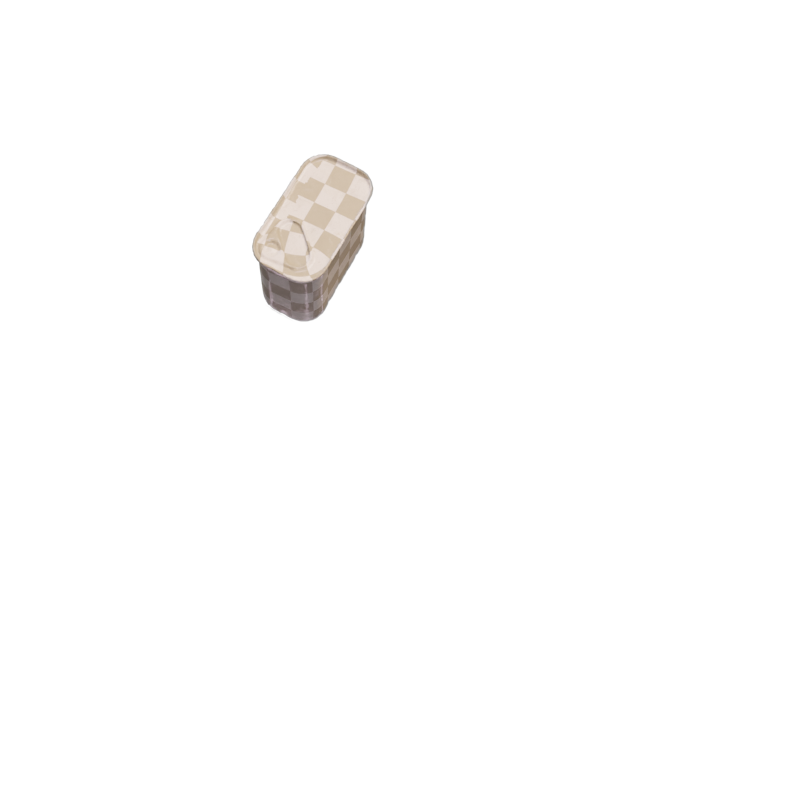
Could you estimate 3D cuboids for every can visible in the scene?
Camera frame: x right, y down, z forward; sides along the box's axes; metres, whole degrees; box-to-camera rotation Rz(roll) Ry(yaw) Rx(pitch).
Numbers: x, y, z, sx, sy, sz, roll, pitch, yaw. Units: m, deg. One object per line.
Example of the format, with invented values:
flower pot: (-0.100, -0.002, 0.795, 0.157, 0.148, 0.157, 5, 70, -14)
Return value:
can: (-0.065, -0.118, 0.828, 0.059, 0.105, 0.080, 27, -21, 8)
